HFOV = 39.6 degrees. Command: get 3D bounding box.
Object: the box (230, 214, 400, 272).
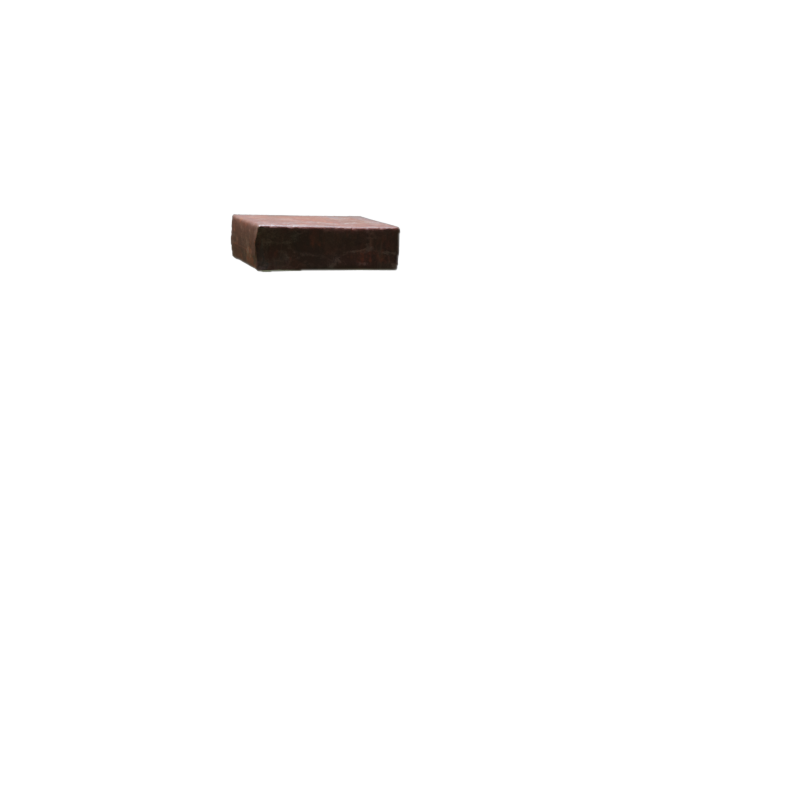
[{"bbox_3d":[-0.067,-0.123,0.858,0.111,0.038,0.094,-4,13,-18],"label":"box"}]
